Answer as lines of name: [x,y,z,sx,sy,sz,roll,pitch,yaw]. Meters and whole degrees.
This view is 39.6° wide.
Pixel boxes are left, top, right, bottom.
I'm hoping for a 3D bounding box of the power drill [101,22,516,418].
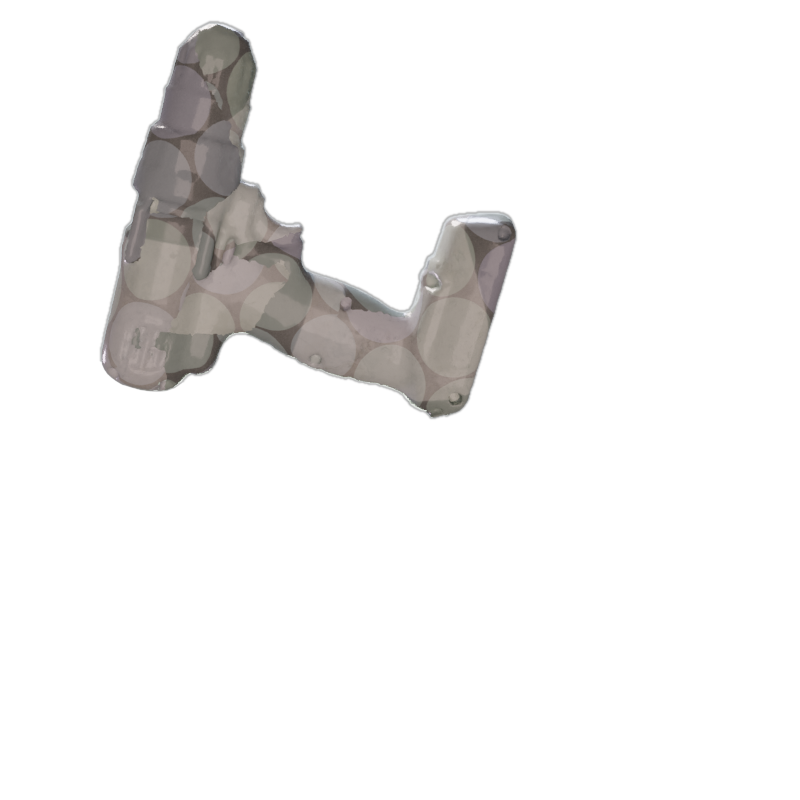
power drill: [-0.043,-0.079,0.553,0.187,0.181,0.059,15,8,-3]
